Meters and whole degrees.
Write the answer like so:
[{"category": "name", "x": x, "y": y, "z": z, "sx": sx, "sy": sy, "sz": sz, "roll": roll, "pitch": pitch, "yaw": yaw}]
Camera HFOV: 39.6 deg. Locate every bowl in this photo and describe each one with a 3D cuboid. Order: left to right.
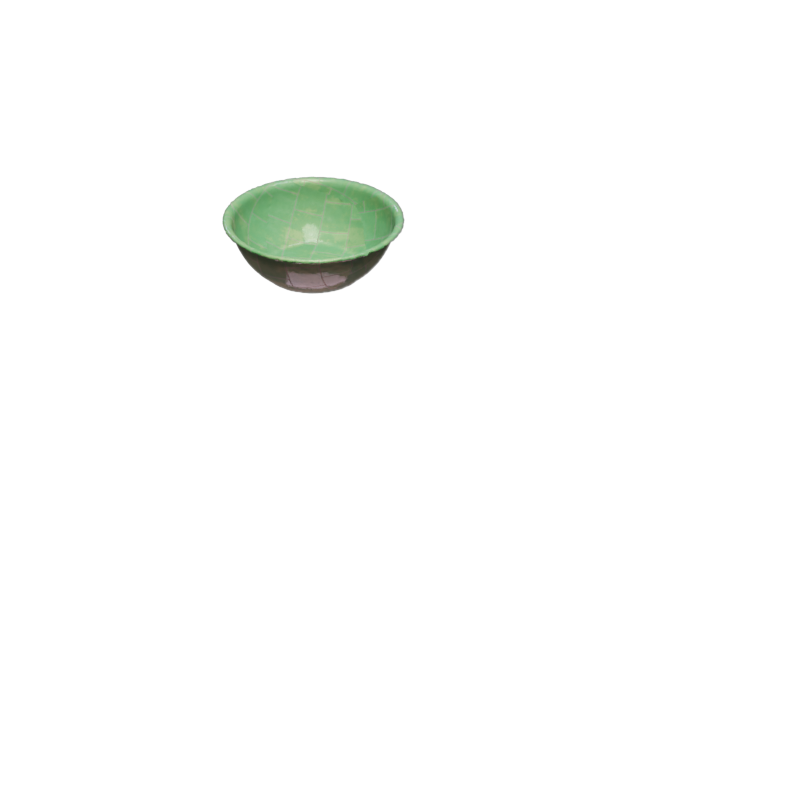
[{"category": "bowl", "x": -0.078, "y": -0.142, "z": 0.995, "sx": 0.162, "sy": 0.052, "sz": 0.173, "roll": -1, "pitch": 35, "yaw": -2}]
